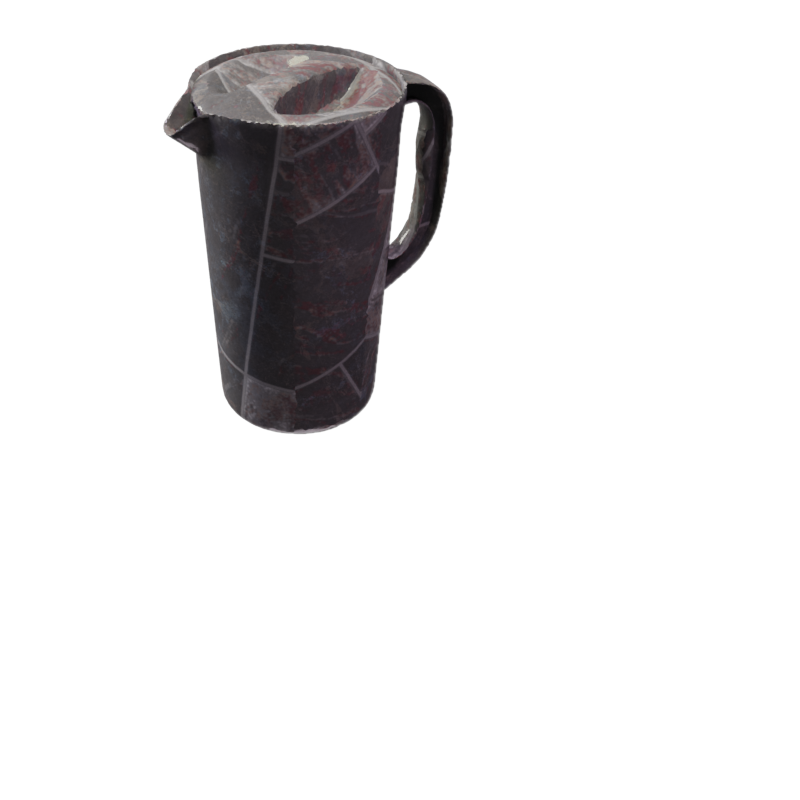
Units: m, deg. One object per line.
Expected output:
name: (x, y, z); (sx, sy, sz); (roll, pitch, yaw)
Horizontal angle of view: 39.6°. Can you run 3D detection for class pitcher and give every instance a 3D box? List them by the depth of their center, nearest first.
pitcher: (-0.057, -0.104, 0.730); (0.153, 0.228, 0.150); (12, 35, 15)
